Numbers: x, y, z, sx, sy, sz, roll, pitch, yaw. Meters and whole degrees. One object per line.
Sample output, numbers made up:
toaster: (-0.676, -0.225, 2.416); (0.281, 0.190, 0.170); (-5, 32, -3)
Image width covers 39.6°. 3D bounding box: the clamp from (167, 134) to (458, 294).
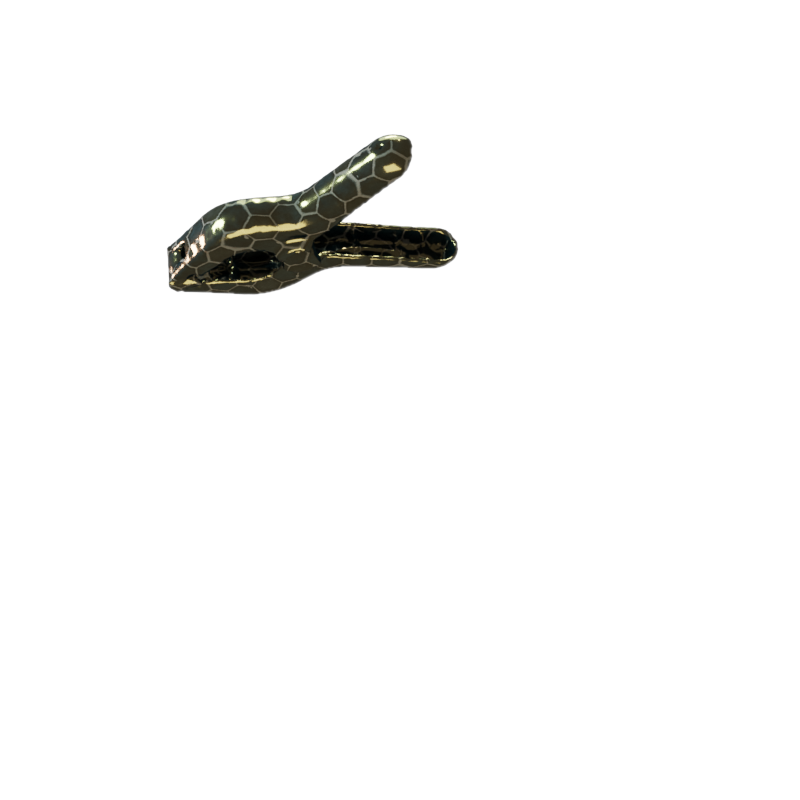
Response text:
clamp: (-0.051, -0.093, 0.651); (0.173, 0.042, 0.111); (-15, -35, 22)
